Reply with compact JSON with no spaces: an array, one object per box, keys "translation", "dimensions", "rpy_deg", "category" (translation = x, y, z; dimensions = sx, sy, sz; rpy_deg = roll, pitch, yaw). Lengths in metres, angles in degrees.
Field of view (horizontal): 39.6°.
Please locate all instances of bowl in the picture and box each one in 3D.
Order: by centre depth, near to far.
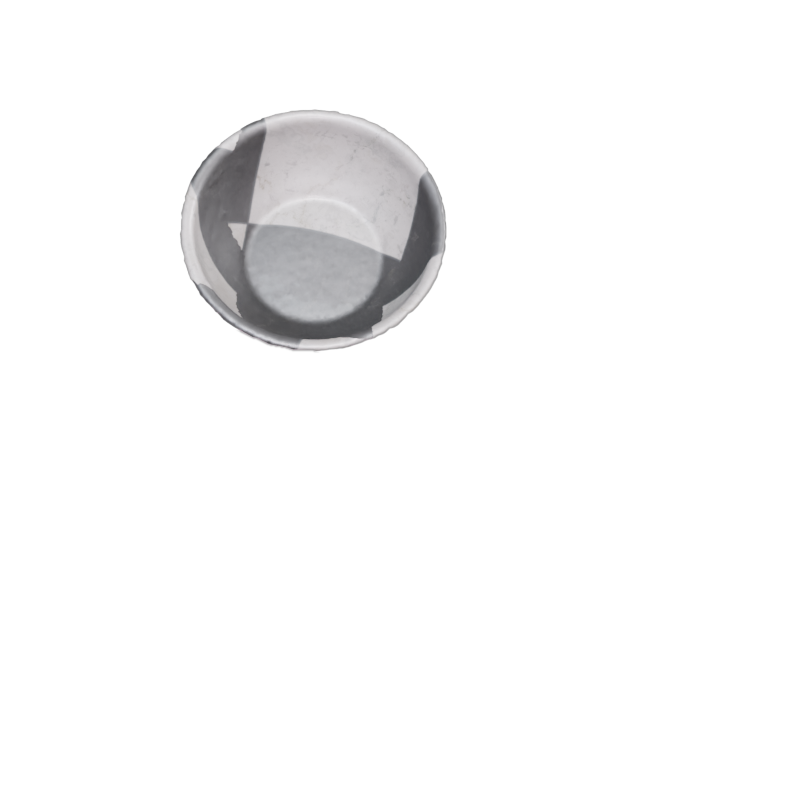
[{"translation":[-0.054,-0.099,0.692],"dimensions":[0.162,0.171,0.052],"rpy_deg":[-1,-23,-1],"category":"bowl"}]
